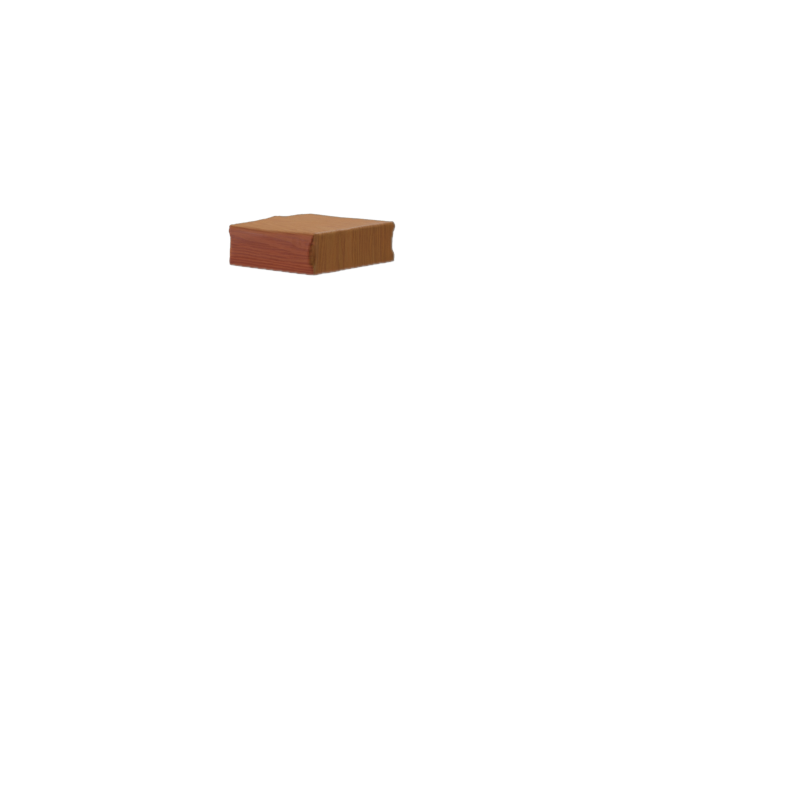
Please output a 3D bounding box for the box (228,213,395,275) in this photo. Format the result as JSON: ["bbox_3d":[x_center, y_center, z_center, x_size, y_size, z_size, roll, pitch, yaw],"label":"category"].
[{"bbox_3d":[-0.057,-0.105,0.733,0.077,0.029,0.087,11,19,36],"label":"box"}]
